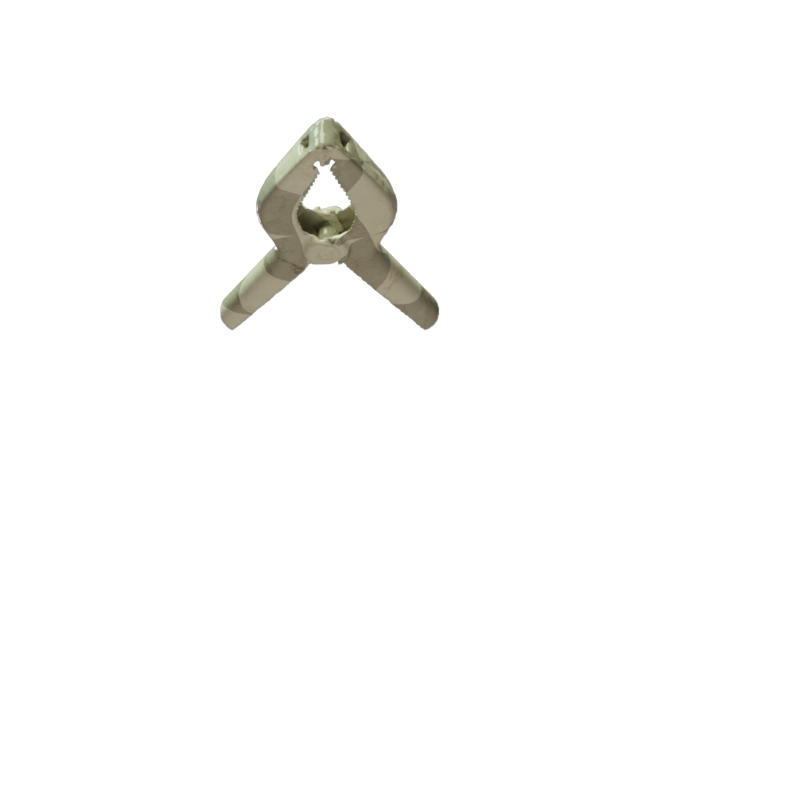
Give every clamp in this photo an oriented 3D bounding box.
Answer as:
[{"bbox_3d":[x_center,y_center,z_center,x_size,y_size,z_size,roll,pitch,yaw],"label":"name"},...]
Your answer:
[{"bbox_3d":[-0.061,-0.111,0.775,0.165,0.039,0.195,-4,-35,5],"label":"clamp"}]
